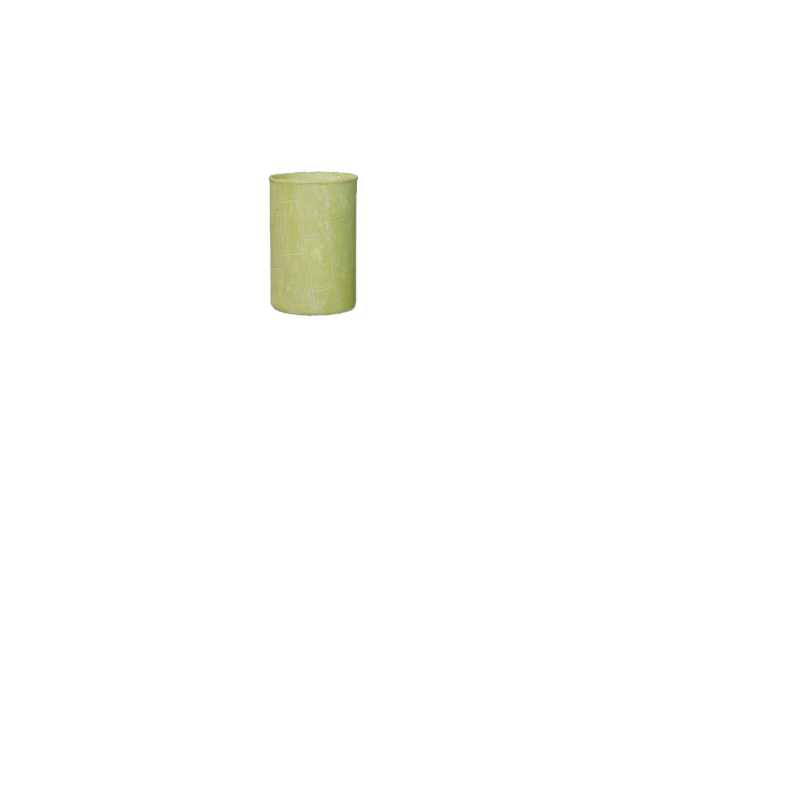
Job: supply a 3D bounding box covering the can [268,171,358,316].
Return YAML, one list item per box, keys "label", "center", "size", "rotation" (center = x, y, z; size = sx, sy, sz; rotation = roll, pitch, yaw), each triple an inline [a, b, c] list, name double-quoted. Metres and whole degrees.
- label: "can"
  center: [-0.067, -0.121, 0.850]
  size: [0.068, 0.100, 0.070]
  rotation: [0, 12, -2]
